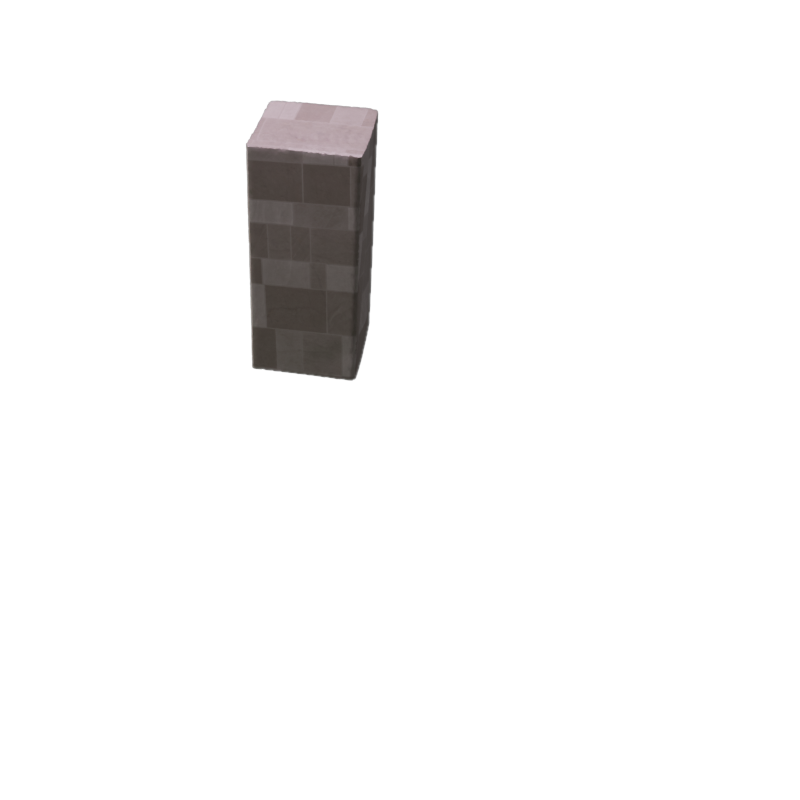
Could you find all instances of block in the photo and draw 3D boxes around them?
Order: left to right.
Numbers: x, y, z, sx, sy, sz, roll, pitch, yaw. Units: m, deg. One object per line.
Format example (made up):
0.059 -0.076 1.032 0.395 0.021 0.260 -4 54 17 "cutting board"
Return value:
-0.070 -0.129 0.903 0.092 0.193 0.095 7 34 6 "block"
